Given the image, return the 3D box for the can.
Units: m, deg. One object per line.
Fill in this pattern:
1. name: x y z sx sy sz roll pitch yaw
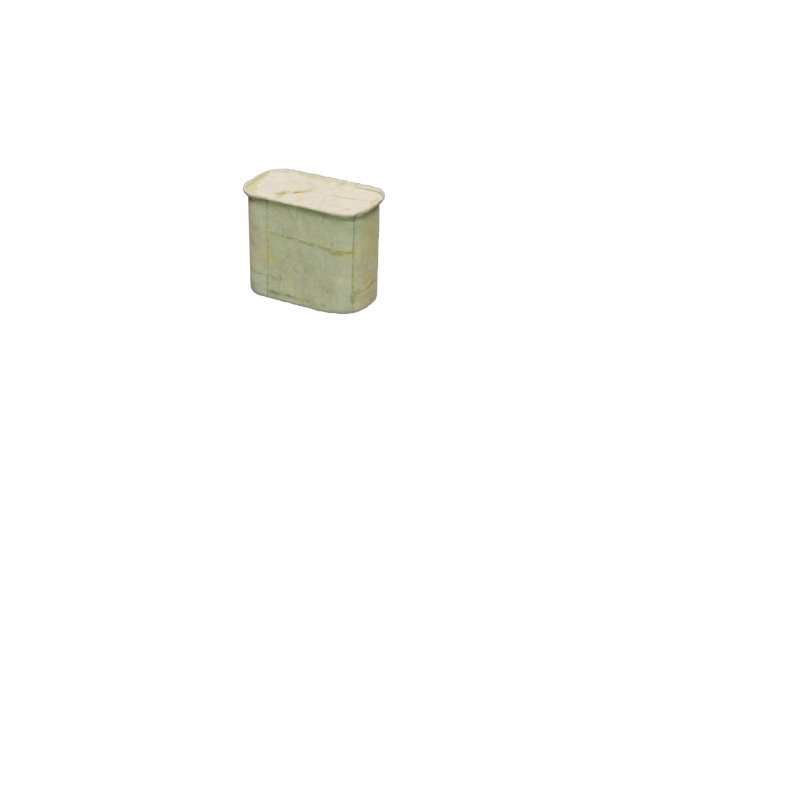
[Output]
1. can: -0.064 -0.117 0.818 0.106 0.079 0.058 16 31 25
